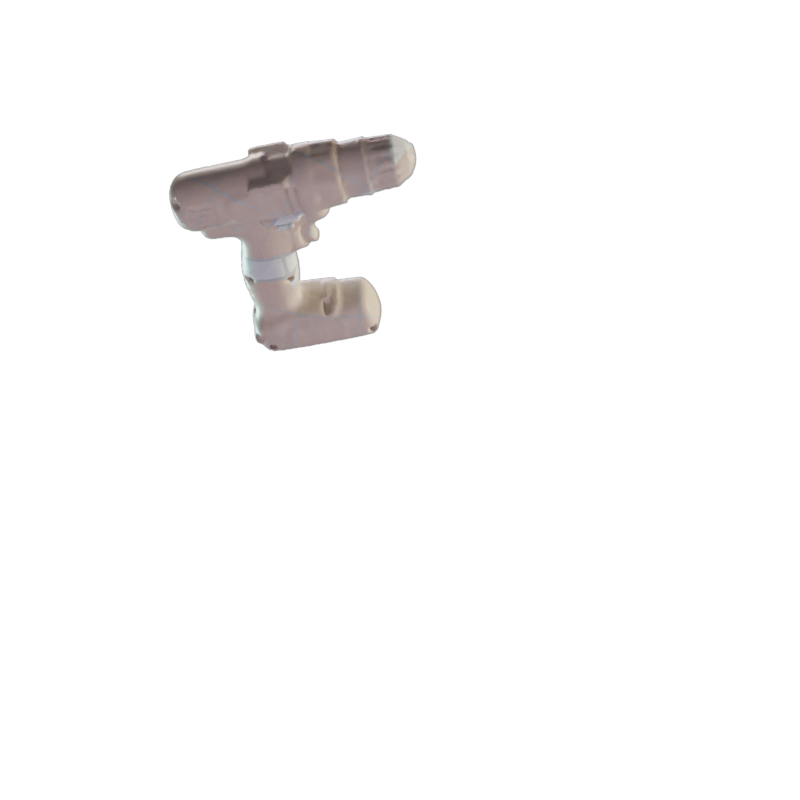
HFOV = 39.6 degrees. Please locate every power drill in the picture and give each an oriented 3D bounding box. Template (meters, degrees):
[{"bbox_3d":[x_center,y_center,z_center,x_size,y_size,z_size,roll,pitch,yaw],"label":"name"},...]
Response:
[{"bbox_3d":[-0.068,-0.123,0.863,0.186,0.062,0.173,-8,-42,8],"label":"power drill"}]
